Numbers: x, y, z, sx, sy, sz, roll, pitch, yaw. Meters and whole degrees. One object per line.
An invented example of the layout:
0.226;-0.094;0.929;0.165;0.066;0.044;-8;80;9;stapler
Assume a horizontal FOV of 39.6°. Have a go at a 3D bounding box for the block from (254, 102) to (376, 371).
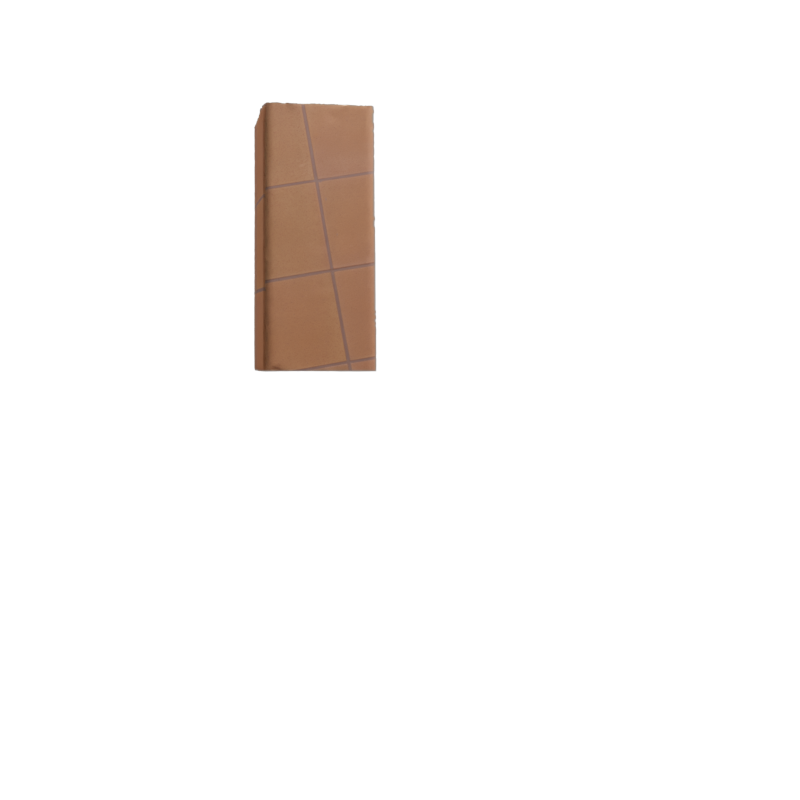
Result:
-0.070;-0.127;0.891;0.089;0.209;0.091;0;-5;-10;block
